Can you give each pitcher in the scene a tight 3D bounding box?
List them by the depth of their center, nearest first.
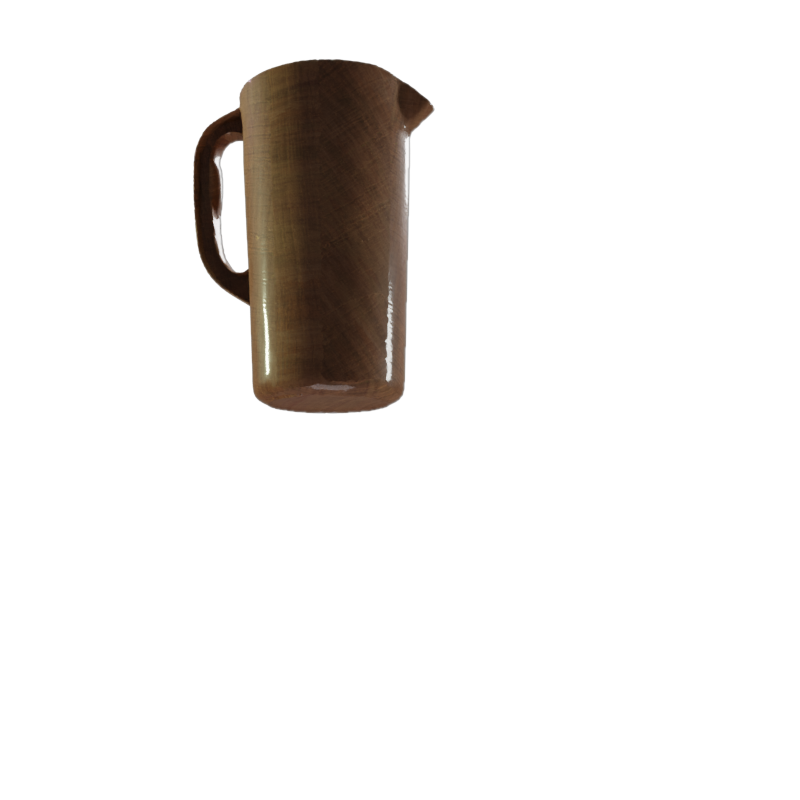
[{"bbox_3d":[-0.064,-0.117,0.821,0.139,0.252,0.150,8,-17,-30],"label":"pitcher"}]
